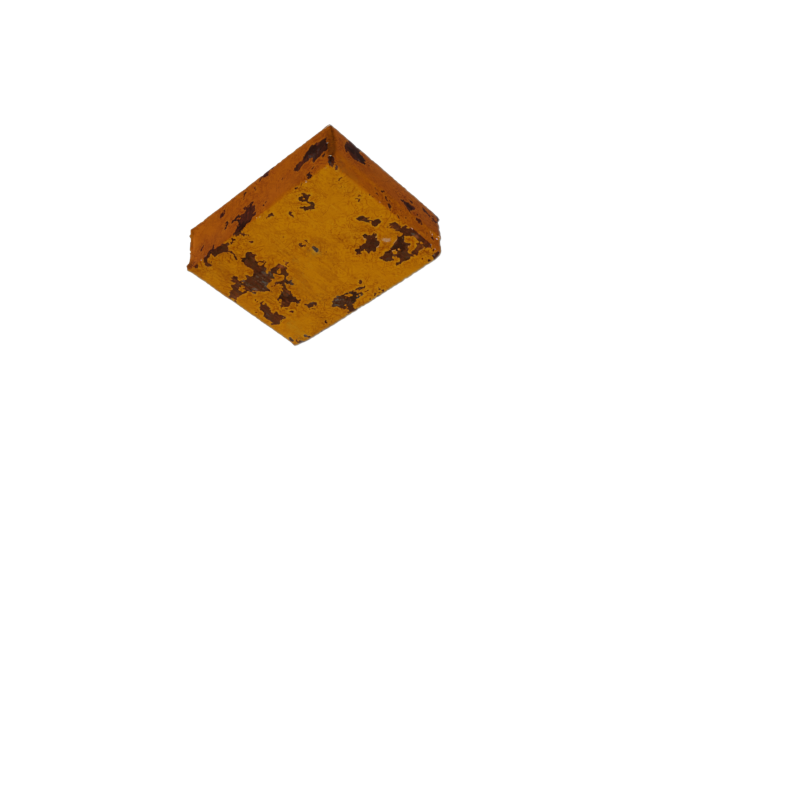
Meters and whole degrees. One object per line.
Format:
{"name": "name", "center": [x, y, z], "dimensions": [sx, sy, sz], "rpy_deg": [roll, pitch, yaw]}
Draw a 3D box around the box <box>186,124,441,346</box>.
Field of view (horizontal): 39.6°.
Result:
{"name": "box", "center": [-0.048, -0.087, 0.612], "dimensions": [0.113, 0.042, 0.084], "rpy_deg": [-33, -54, 27]}
